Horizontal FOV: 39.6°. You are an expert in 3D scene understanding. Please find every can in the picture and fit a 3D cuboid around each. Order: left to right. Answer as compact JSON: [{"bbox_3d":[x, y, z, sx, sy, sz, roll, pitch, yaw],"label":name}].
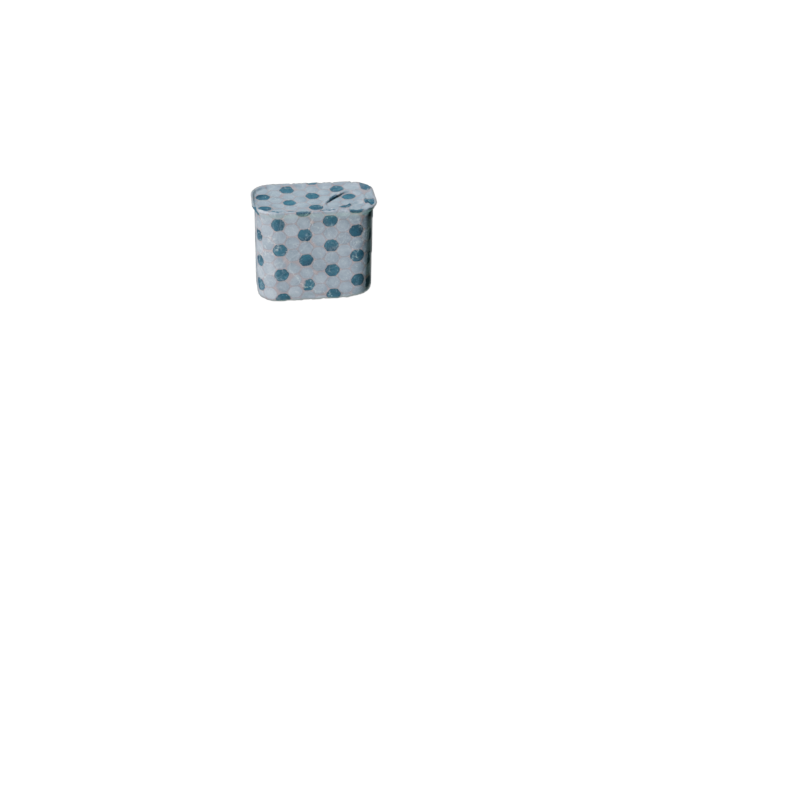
[{"bbox_3d":[-0.072,-0.132,0.924,0.101,0.079,0.061,-3,30,-6],"label":"can"}]
